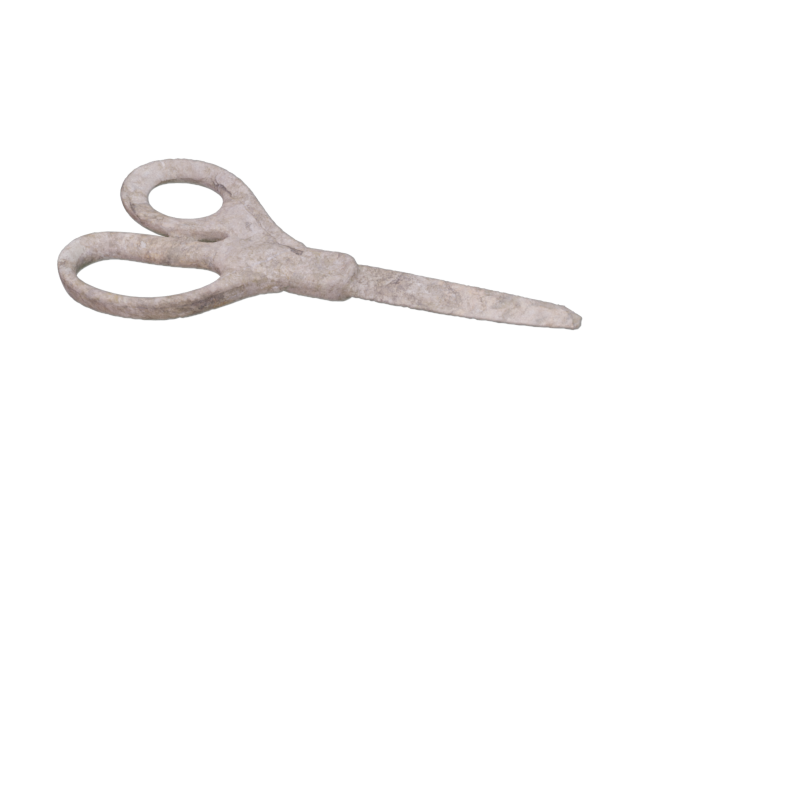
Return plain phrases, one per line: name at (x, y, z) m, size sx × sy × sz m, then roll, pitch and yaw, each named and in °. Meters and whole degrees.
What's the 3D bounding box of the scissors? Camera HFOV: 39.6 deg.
scissors at (-0.035, -0.064, 0.450) m, size 0.201 × 0.103 × 0.015 m, roll -1°, pitch -42°, yaw -1°
